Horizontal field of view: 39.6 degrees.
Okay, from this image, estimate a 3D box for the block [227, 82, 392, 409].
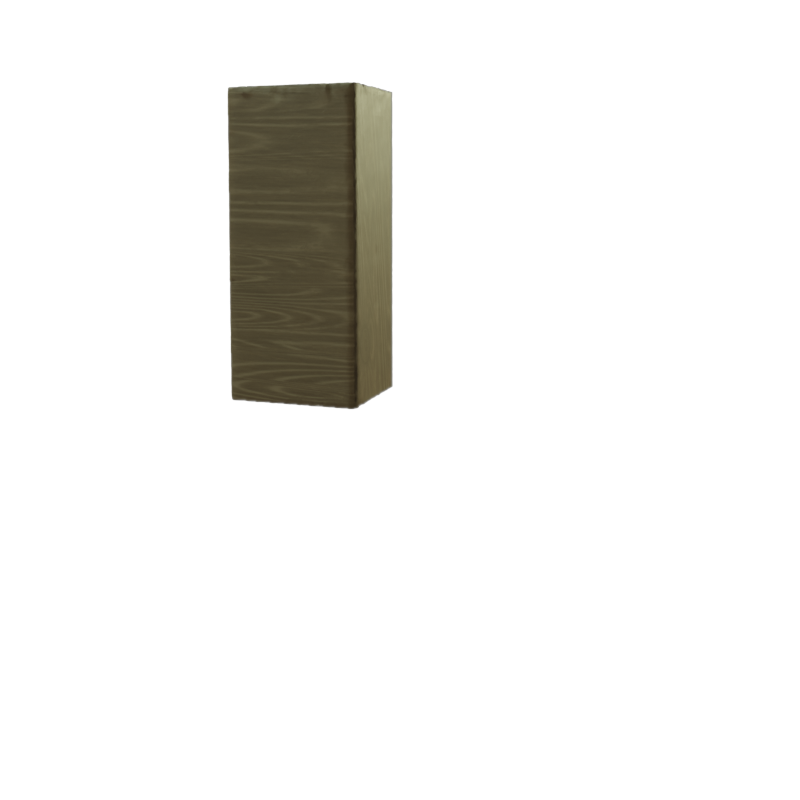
[{"bbox_3d":[-0.059,-0.107,0.751,0.093,0.204,0.089,2,5,18],"label":"block"}]
